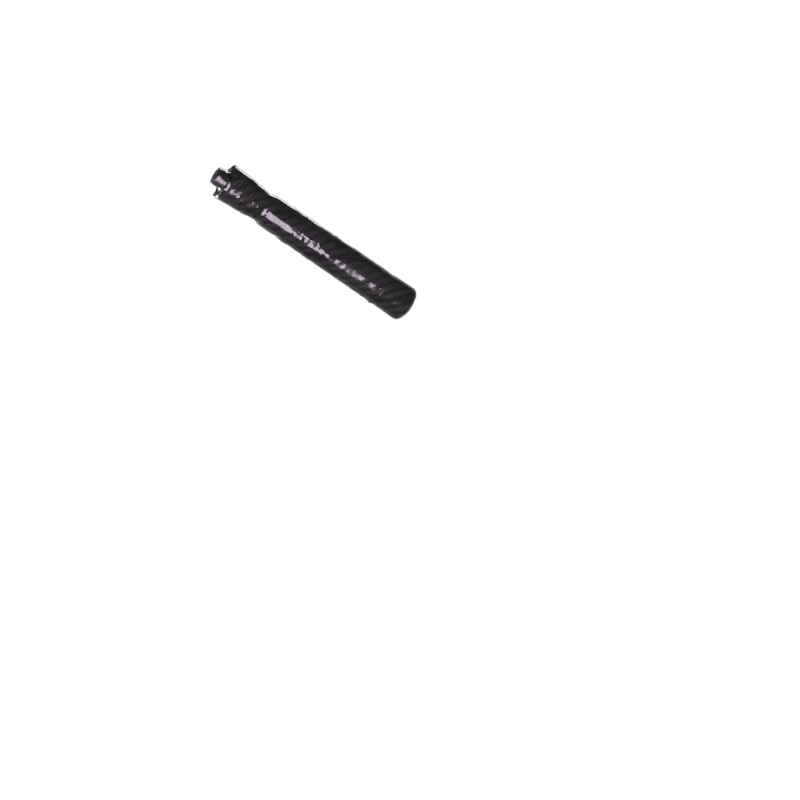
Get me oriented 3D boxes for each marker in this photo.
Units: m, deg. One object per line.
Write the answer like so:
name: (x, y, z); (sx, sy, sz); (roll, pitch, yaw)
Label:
marker: (-0.043, -0.079, 0.551); (0.116, 0.020, 0.020); (33, -10, -20)
